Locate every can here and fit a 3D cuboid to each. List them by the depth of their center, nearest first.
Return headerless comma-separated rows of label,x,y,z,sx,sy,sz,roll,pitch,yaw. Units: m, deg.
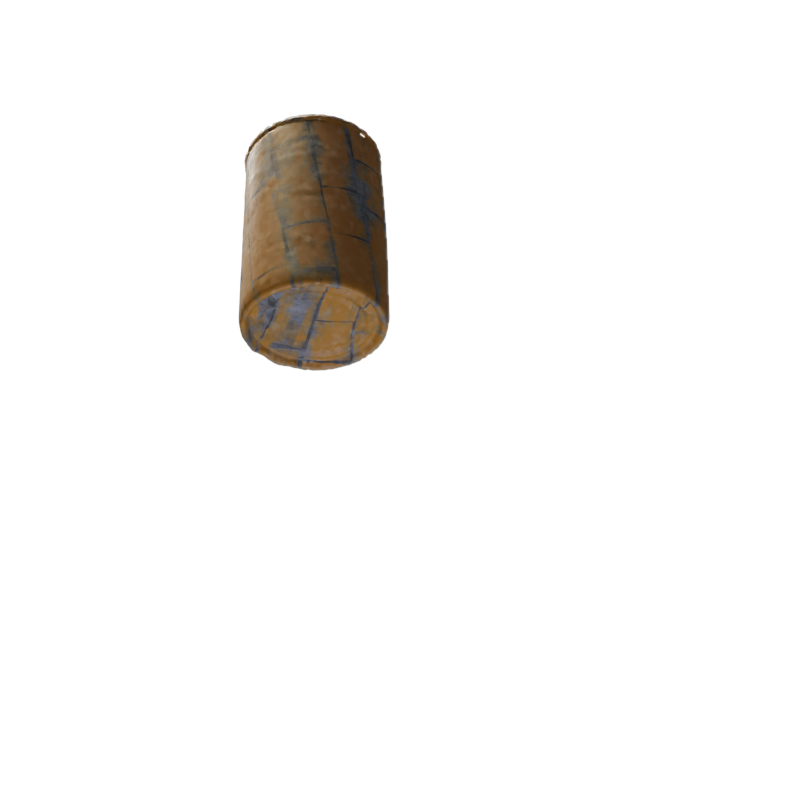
can,-0.040,-0.074,0.517,0.068,0.110,0.064,-1,-37,-3
